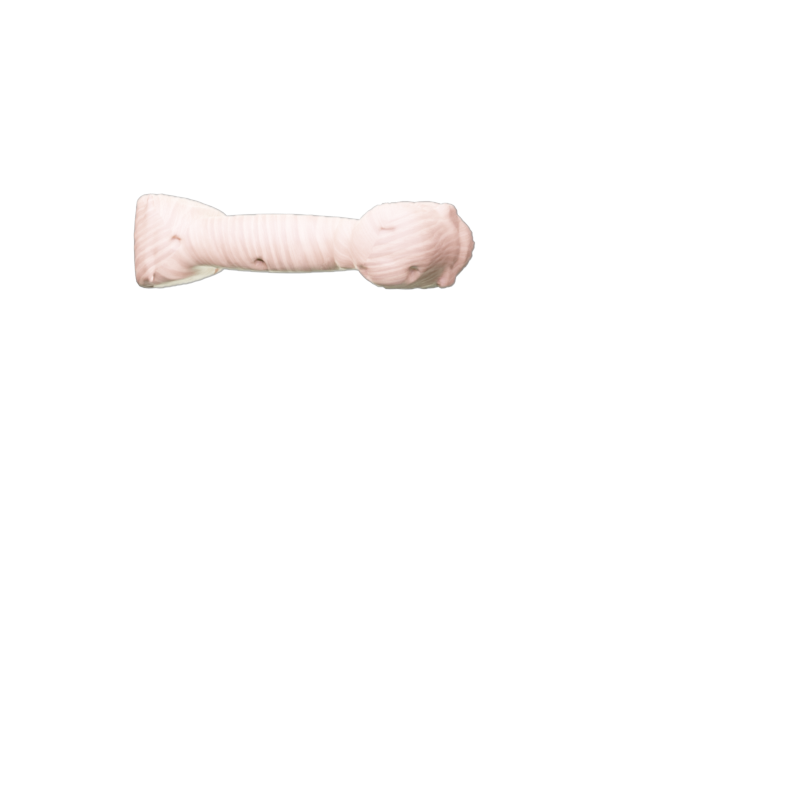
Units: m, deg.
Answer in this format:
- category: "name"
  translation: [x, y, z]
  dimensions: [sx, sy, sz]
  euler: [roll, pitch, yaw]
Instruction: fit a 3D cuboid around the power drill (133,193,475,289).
- category: "power drill"
  translation: [-0.053, -0.096, 0.675]
  dimensions: [0.191, 0.057, 0.182]
  euler: [1, 6, 14]
